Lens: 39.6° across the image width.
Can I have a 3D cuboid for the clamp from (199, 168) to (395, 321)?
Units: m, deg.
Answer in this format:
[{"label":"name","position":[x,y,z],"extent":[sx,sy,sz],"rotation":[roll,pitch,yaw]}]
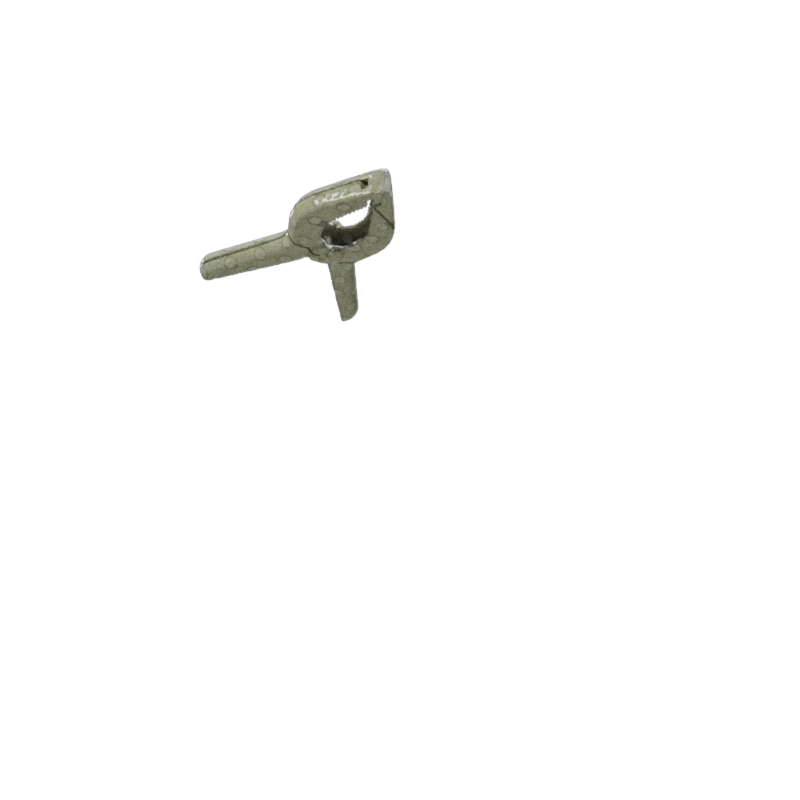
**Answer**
[{"label":"clamp","position":[-0.078,-0.142,0.993],"extent":[0.159,0.039,0.204],"rotation":[12,-31,-21]}]
